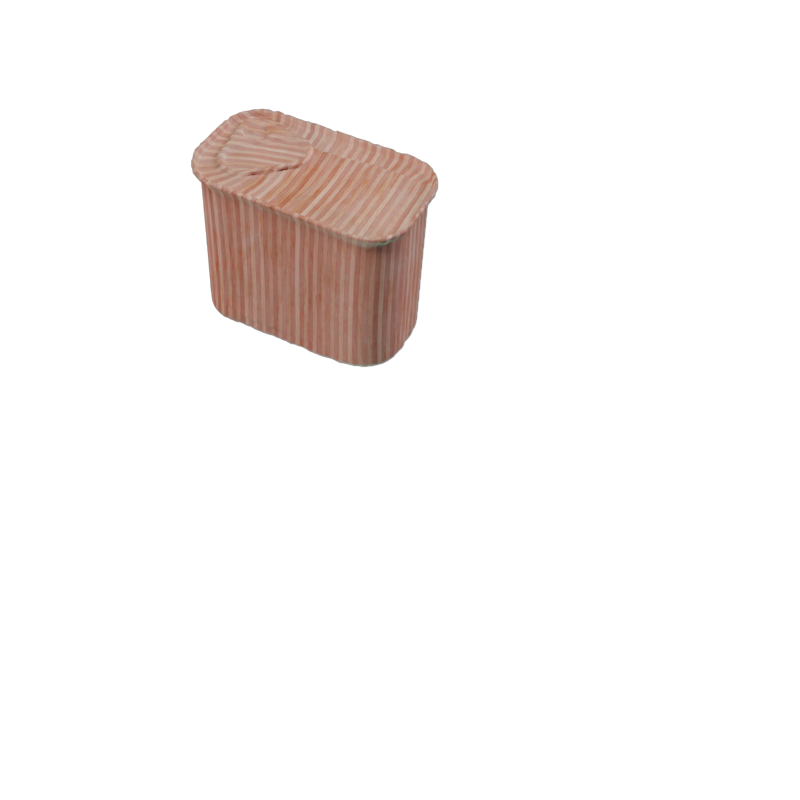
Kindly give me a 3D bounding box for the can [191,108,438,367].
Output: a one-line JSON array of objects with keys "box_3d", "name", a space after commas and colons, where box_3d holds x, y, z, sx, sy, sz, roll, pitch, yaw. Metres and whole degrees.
[{"box_3d": [-0.038, -0.070, 0.489, 0.106, 0.078, 0.059, 22, 50, 18], "name": "can"}]
